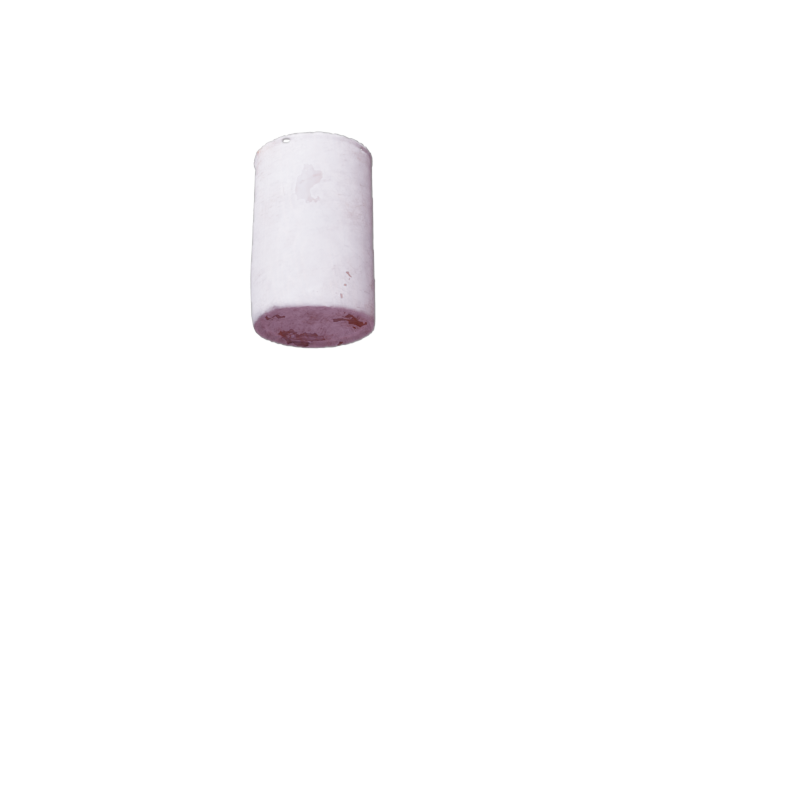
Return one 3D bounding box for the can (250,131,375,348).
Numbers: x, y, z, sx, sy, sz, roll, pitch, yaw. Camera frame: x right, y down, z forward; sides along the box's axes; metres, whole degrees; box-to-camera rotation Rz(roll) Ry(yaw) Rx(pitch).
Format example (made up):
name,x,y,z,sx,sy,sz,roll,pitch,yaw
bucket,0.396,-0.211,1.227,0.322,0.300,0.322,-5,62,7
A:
name,x,y,z,sx,sy,sz,roll,pitch,yaw
can,-0.048,-0.087,0.611,0.068,0.108,0.065,0,-22,-2
